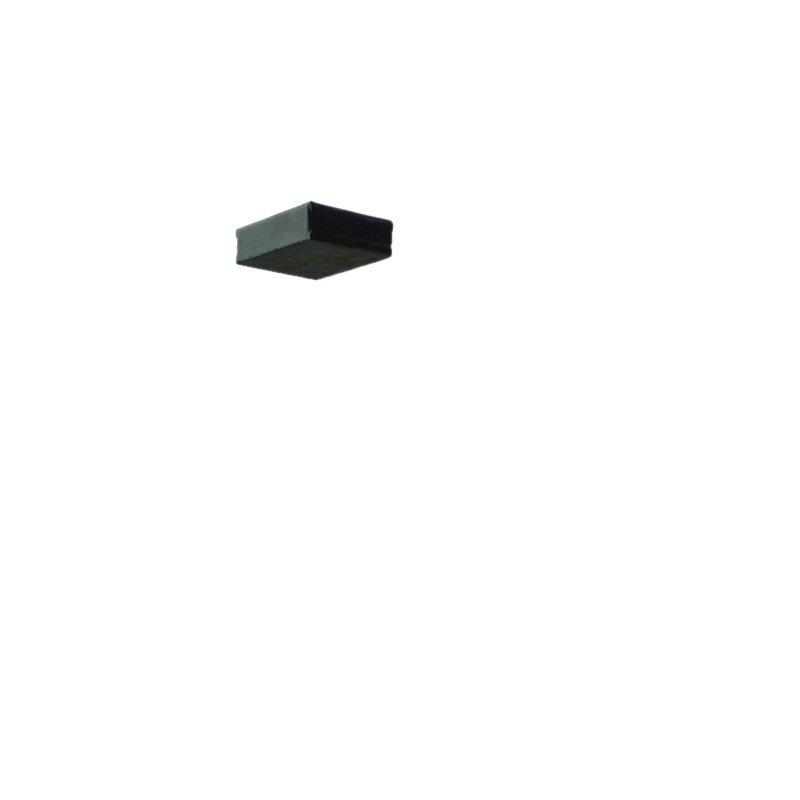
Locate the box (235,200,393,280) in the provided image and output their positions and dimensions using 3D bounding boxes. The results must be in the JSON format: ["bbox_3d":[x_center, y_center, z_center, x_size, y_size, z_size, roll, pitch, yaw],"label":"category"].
[{"bbox_3d":[-0.060,-0.110,0.770,0.070,0.031,0.091,8,-12,-39],"label":"box"}]
